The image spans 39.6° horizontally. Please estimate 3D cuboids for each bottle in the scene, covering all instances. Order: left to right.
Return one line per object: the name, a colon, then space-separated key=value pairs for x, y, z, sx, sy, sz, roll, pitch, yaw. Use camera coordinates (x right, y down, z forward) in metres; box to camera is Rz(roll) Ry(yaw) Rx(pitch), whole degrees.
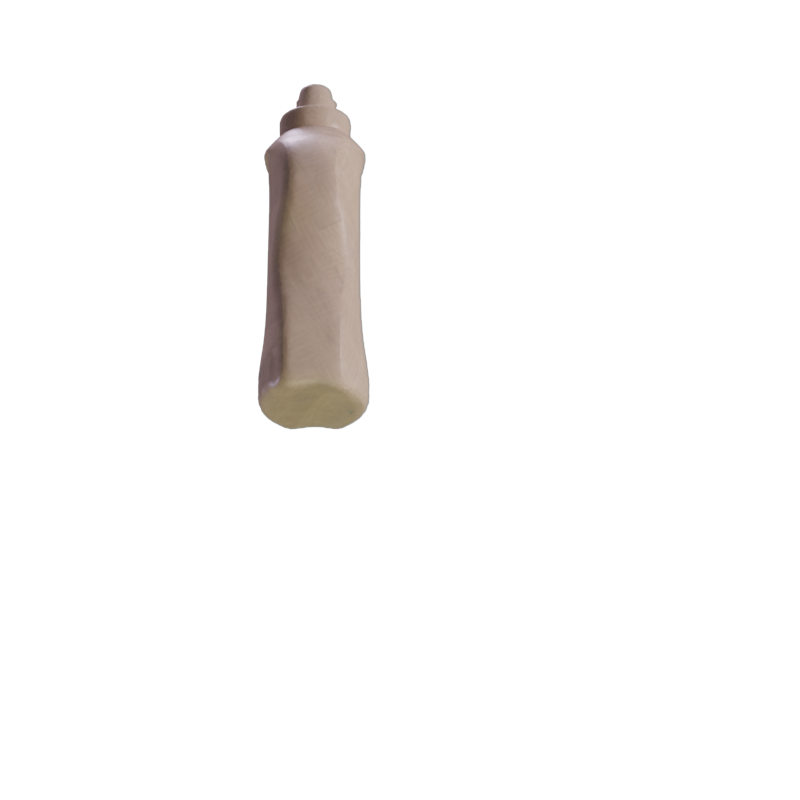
bottle: x=-0.047 y=-0.087 z=0.609 sx=0.058 sy=0.202 sz=0.091 roll=-1 pitch=-21 yaw=-1
